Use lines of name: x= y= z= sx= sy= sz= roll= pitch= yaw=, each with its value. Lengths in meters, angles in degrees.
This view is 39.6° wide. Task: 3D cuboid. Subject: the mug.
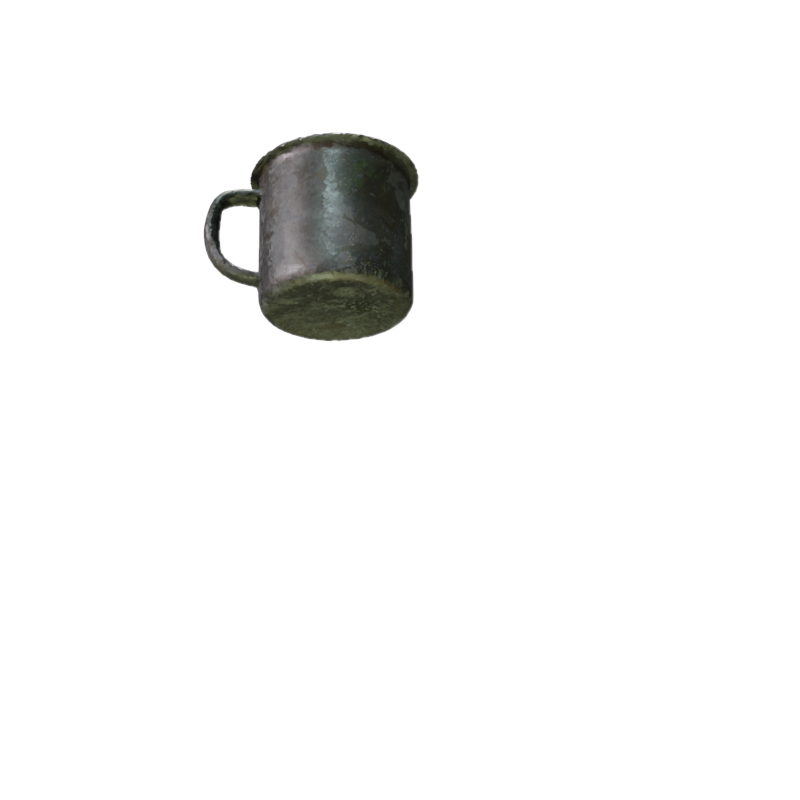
mug: x=-0.046 y=-0.085 z=0.593 sx=0.115 sy=0.086 sz=0.089 roll=5 pitch=-26 yaw=-12
